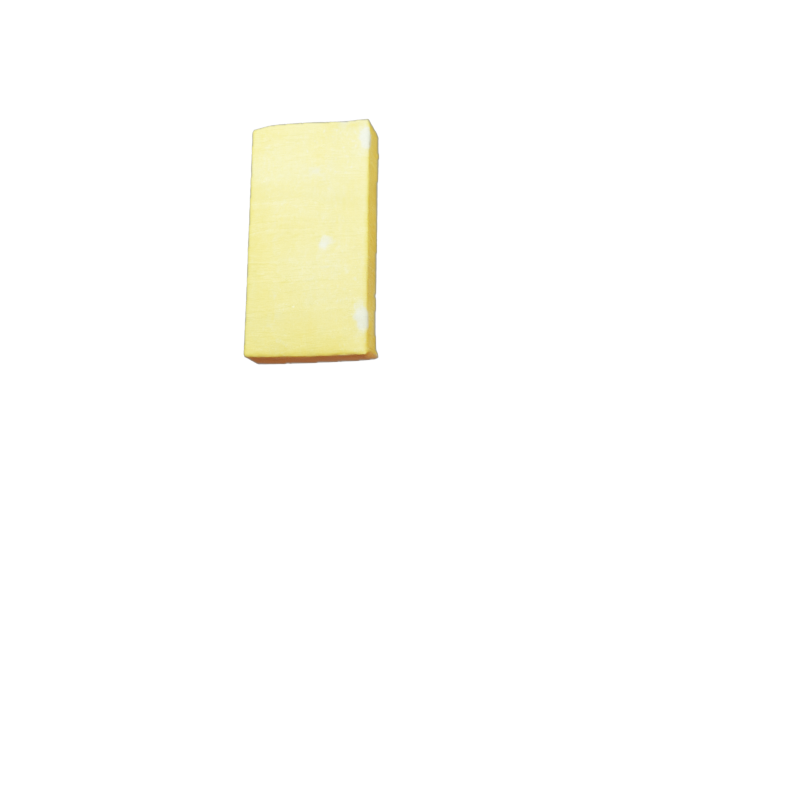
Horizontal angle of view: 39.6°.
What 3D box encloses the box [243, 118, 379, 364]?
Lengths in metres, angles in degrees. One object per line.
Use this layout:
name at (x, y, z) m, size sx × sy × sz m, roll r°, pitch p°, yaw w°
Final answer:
box at (-0.064, -0.117, 0.817) m, size 0.095 × 0.182 × 0.046 m, roll -3°, pitch -12°, yaw 12°
